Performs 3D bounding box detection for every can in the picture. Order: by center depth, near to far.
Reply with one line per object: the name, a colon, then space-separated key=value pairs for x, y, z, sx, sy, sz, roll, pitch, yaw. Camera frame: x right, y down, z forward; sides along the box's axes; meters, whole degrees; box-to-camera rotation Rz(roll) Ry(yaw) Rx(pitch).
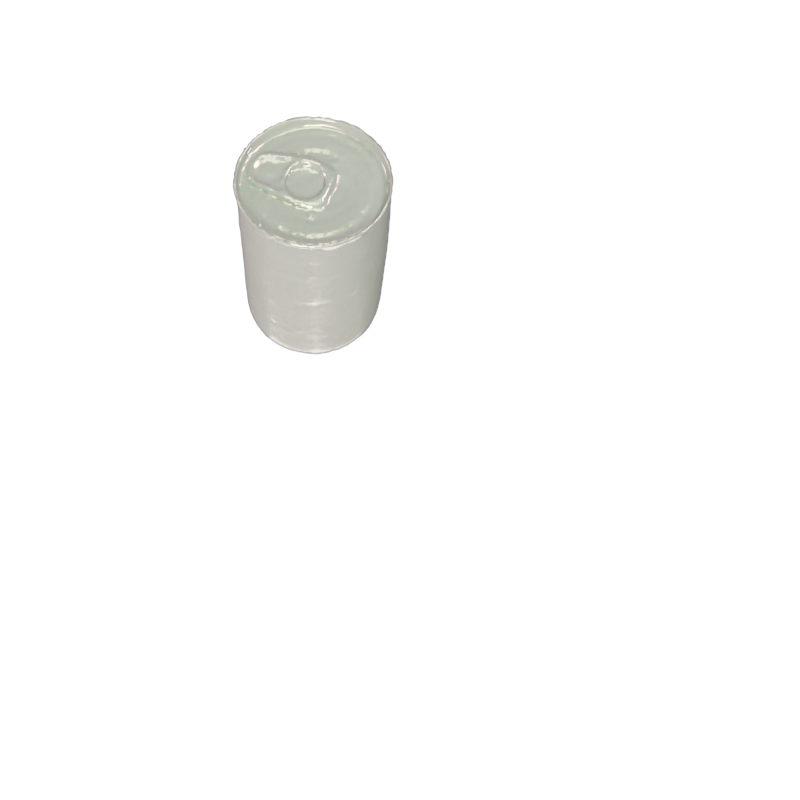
can: x=-0.040 y=-0.073 z=0.511 sx=0.068 sy=0.073 sz=0.096 roll=0 pitch=-27 yaw=-3
